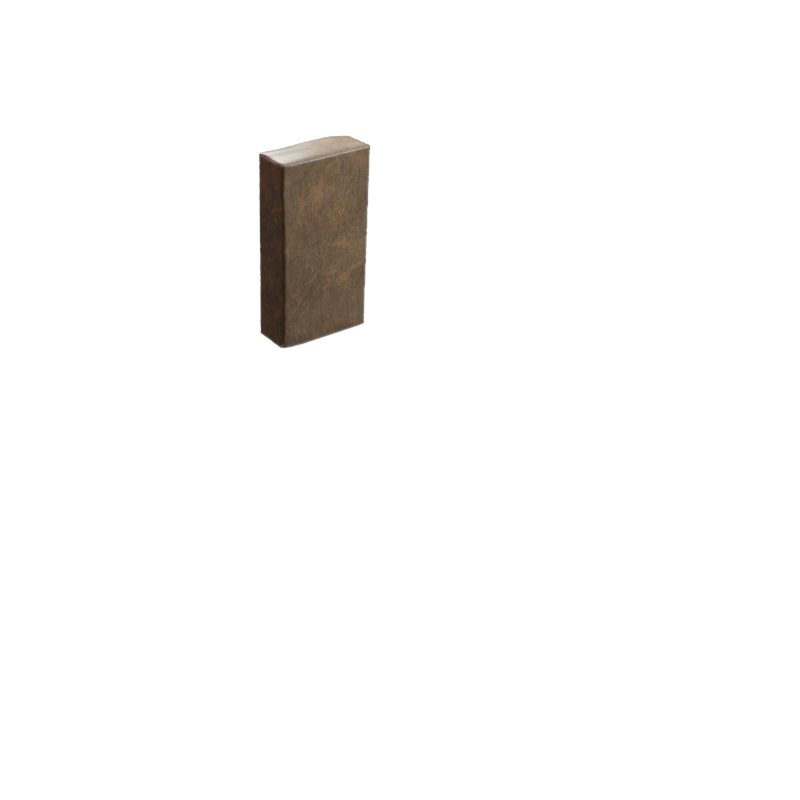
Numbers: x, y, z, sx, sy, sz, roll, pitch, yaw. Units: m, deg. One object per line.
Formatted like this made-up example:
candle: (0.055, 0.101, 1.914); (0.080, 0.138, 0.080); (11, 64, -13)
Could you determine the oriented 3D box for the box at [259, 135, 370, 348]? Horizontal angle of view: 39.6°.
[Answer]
box: (-0.076, -0.139, 0.975); (0.092, 0.167, 0.051); (-17, 31, -34)
